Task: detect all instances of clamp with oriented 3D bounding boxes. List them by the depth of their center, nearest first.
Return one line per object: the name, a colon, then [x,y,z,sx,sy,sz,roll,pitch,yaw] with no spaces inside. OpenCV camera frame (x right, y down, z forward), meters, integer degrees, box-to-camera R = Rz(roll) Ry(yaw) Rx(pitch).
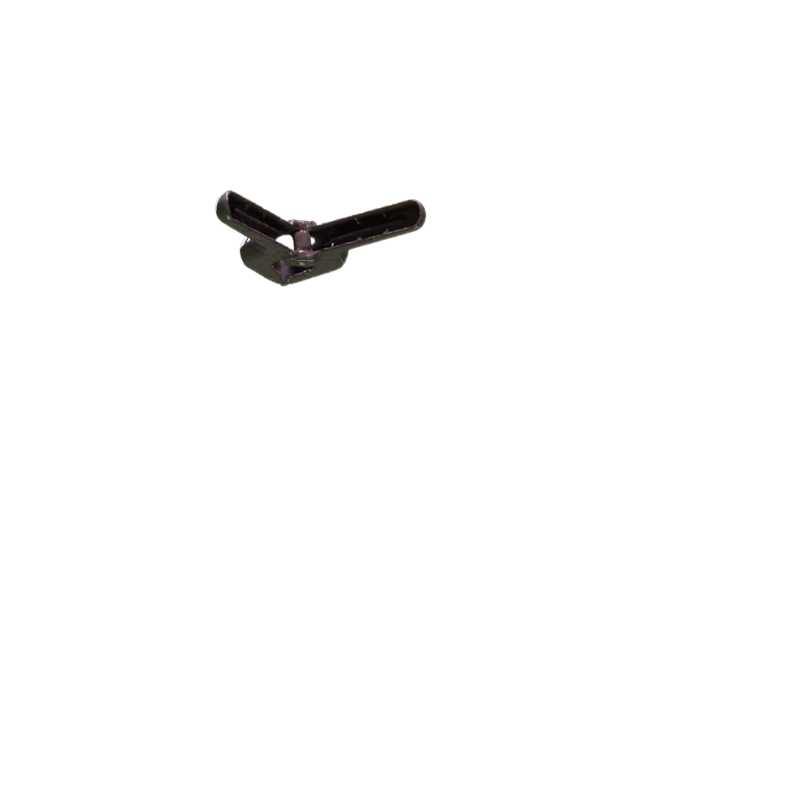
clamp: [-0.073,-0.134,0.936,0.163,0.037,0.206,1,-9,-7]
